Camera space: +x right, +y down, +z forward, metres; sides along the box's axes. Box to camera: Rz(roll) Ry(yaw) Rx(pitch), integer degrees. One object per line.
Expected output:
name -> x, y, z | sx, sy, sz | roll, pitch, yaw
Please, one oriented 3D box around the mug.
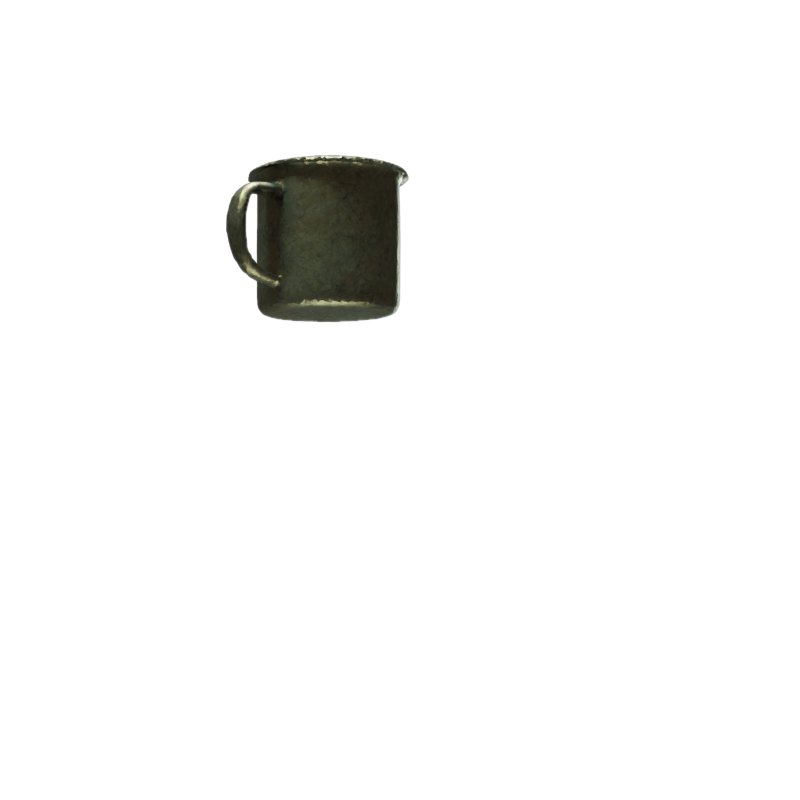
mug -> -0.049, -0.090, 0.628 | 0.096, 0.083, 0.111 | -6, -8, 43
